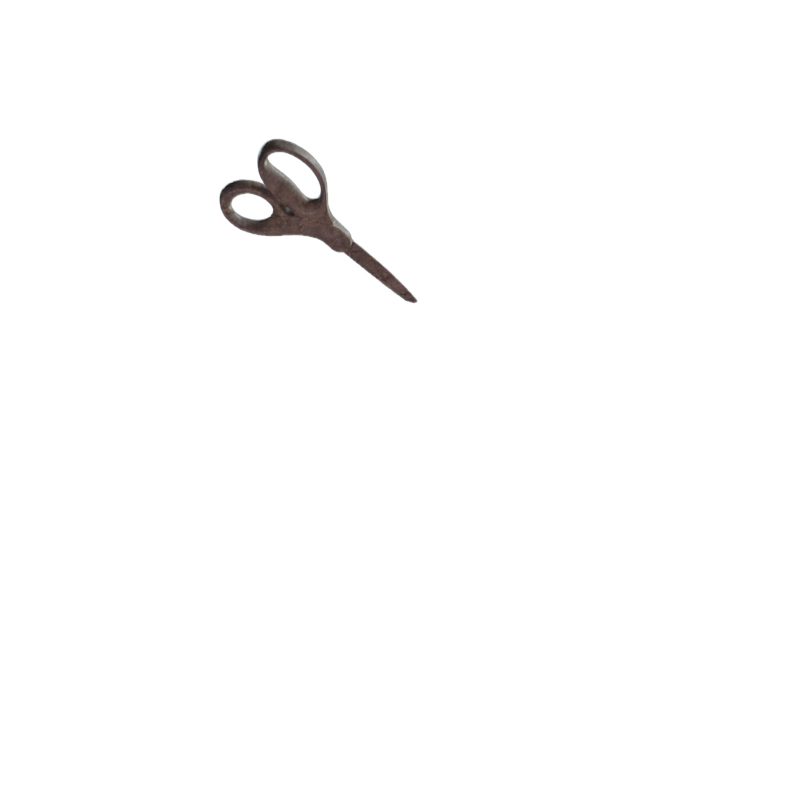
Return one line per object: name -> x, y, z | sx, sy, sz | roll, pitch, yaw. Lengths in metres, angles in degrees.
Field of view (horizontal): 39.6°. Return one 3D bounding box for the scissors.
scissors -> -0.070, -0.128, 0.897 | 0.097, 0.017, 0.187 | -20, -49, 18
